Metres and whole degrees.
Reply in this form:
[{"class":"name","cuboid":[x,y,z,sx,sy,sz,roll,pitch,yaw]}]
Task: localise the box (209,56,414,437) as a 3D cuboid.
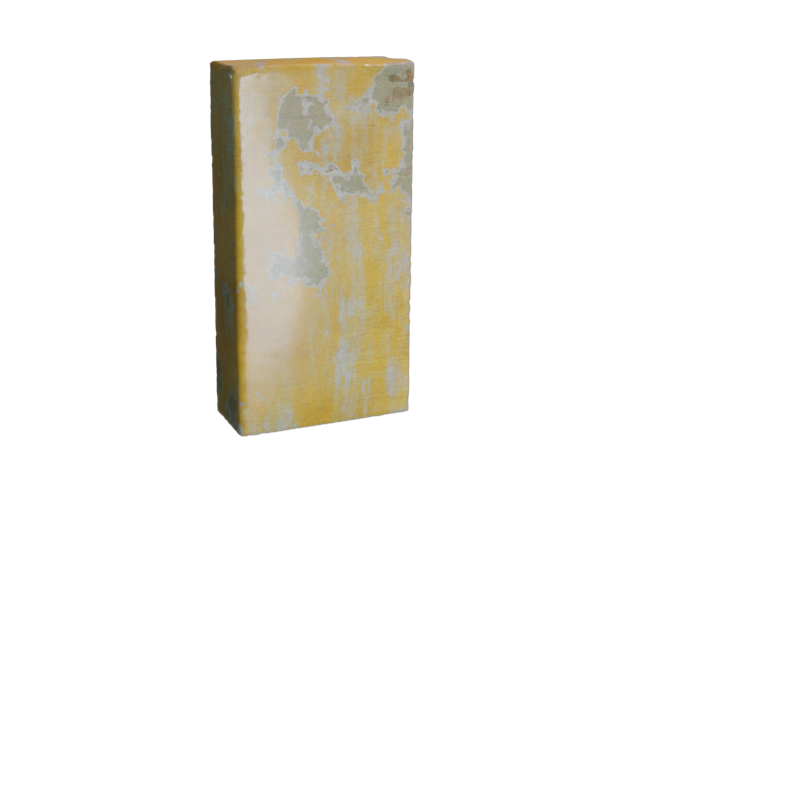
[{"class":"box","cuboid":[-0.042,-0.077,0.540,0.091,0.170,0.051,-7,18,-23]}]
